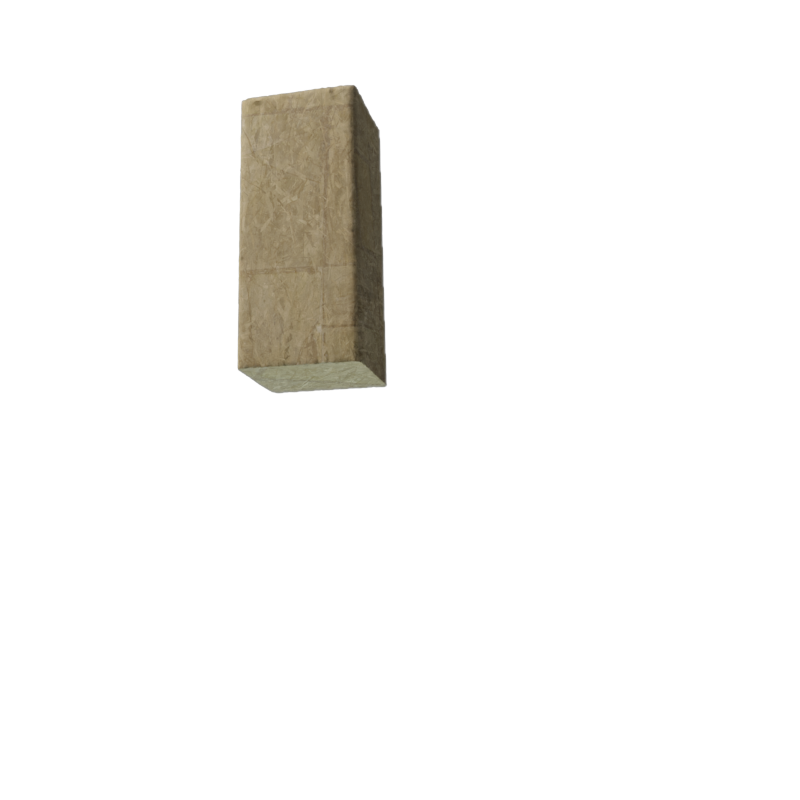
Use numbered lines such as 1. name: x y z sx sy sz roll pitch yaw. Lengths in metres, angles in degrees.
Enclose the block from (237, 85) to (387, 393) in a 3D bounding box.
1. block: -0.065 -0.118 0.822 0.092 0.215 0.085 -5 -18 13
